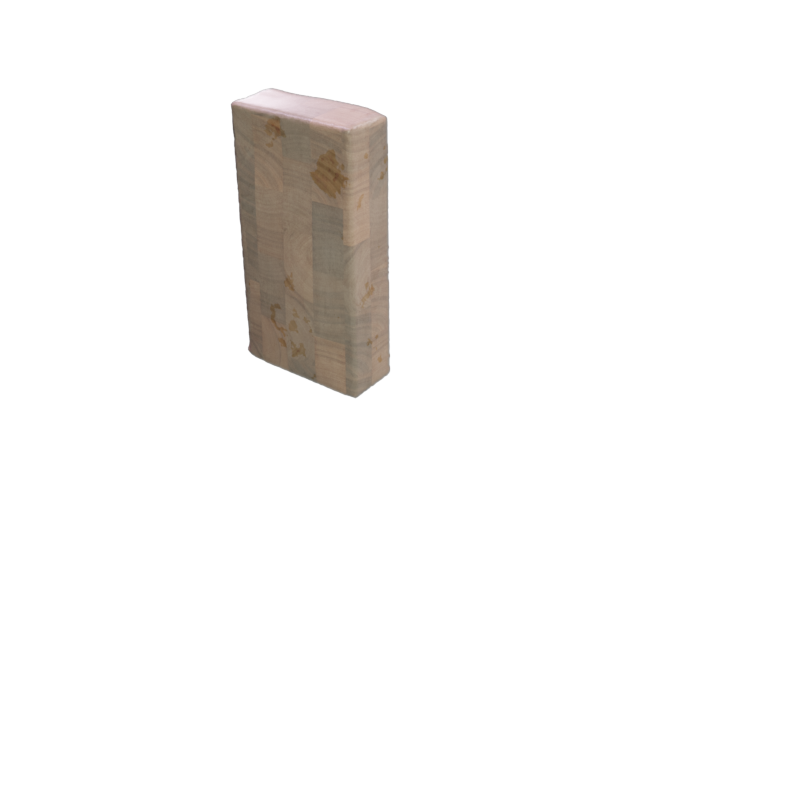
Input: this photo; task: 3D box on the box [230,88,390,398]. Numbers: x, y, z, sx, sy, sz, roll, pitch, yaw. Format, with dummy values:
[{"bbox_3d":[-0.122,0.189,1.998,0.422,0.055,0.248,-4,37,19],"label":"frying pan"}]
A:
[{"bbox_3d":[-0.053,-0.098,0.685,0.099,0.167,0.048,20,31,33],"label":"box"}]
